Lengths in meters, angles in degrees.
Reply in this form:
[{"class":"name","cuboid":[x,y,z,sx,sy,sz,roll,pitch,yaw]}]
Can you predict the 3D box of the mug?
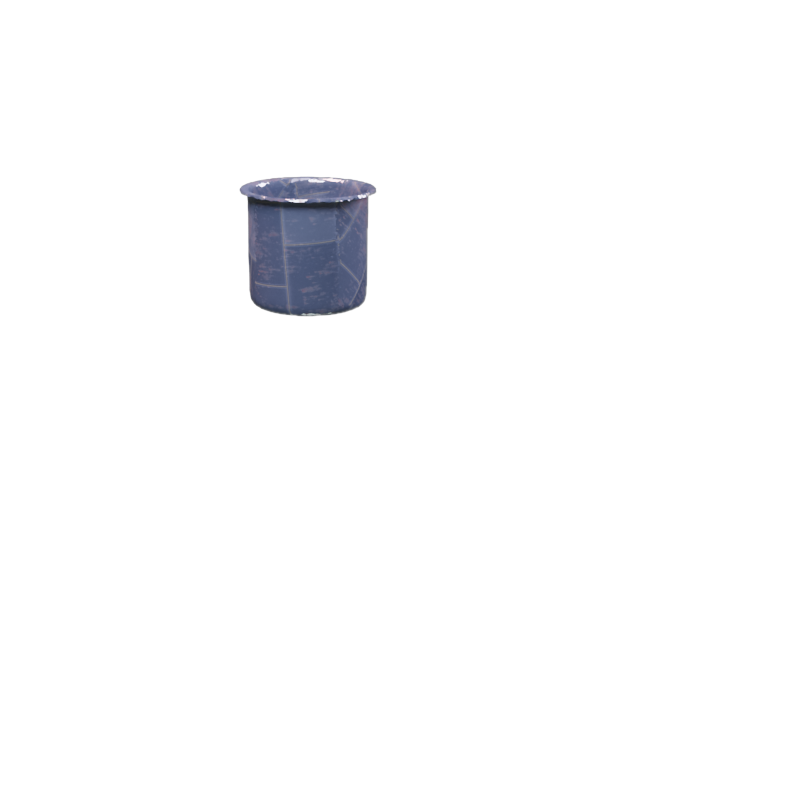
[{"class":"mug","cuboid":[-0.061,-0.110,0.774,0.095,0.079,0.119,5,18,14]}]
